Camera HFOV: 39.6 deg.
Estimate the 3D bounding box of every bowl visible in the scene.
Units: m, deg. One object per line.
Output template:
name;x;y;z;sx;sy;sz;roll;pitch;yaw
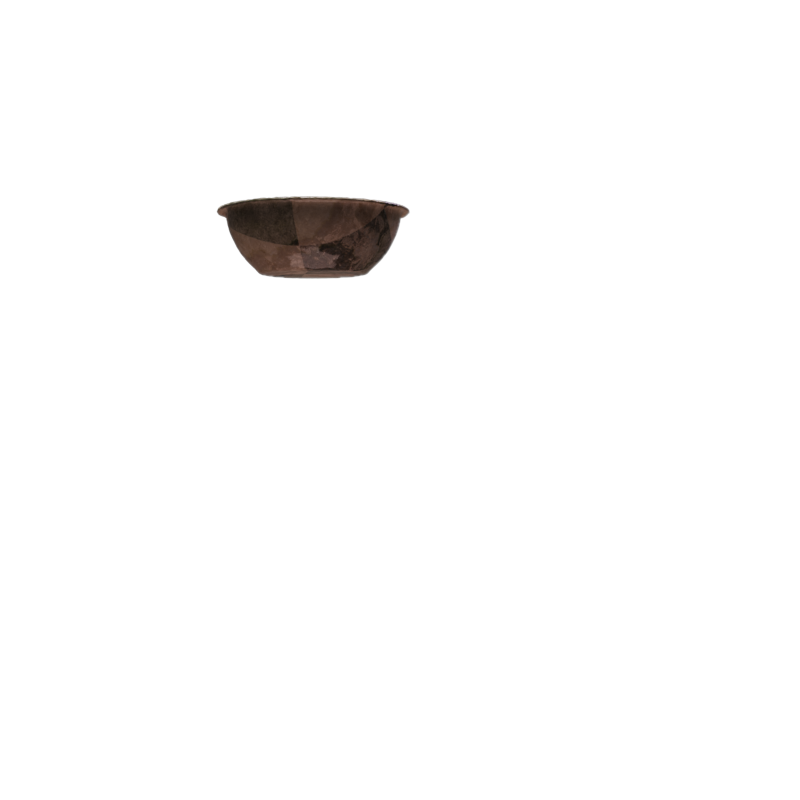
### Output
bowl;-0.073;-0.132;0.928;0.162;0.055;0.161;0;1;-2
